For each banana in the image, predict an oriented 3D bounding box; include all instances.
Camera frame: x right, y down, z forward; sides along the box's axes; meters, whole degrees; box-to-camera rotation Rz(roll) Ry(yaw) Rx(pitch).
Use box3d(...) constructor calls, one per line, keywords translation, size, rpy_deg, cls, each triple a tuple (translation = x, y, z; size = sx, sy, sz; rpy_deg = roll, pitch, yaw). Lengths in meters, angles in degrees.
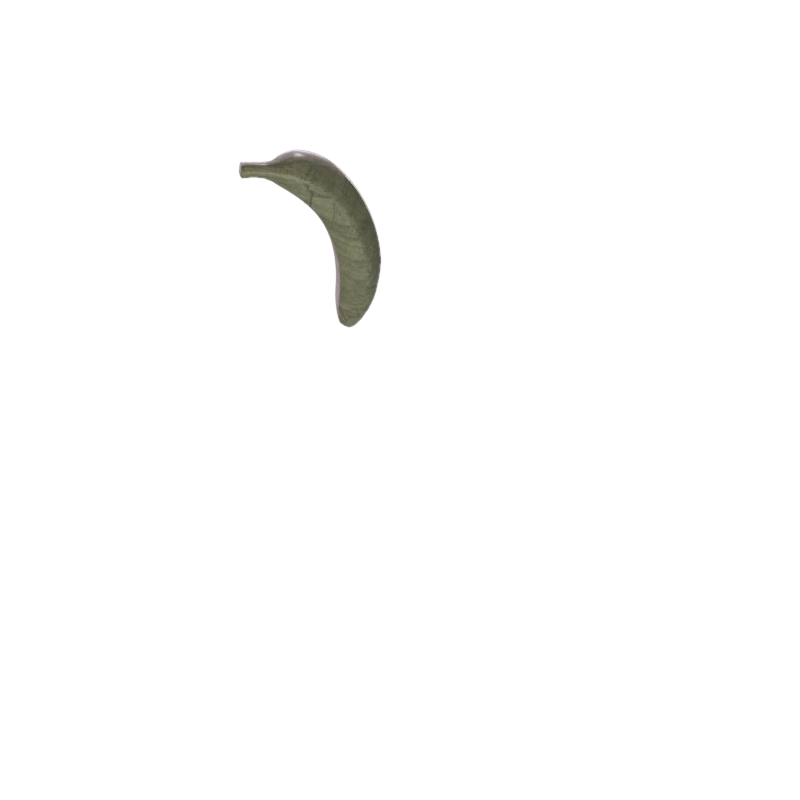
box3d(translation=(-0.053, -0.133, 0.874), size=(0.070, 0.039, 0.182), rpy_deg=(-17, -46, 17), cls="banana")
